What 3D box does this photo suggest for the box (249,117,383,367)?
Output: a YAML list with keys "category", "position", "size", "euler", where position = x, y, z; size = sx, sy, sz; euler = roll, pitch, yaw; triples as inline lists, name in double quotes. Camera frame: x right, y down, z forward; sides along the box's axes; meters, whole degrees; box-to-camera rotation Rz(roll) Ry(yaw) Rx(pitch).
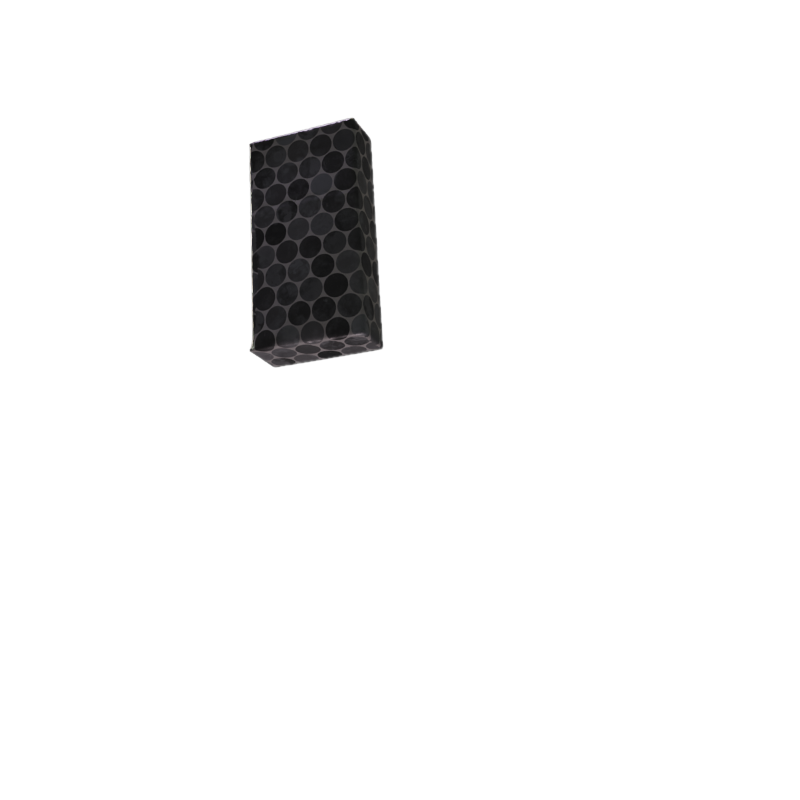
- category: "box"
  position: [-0.065, -0.120, 0.839]
  size: [0.095, 0.186, 0.045]
  euler: [-11, -26, 20]
